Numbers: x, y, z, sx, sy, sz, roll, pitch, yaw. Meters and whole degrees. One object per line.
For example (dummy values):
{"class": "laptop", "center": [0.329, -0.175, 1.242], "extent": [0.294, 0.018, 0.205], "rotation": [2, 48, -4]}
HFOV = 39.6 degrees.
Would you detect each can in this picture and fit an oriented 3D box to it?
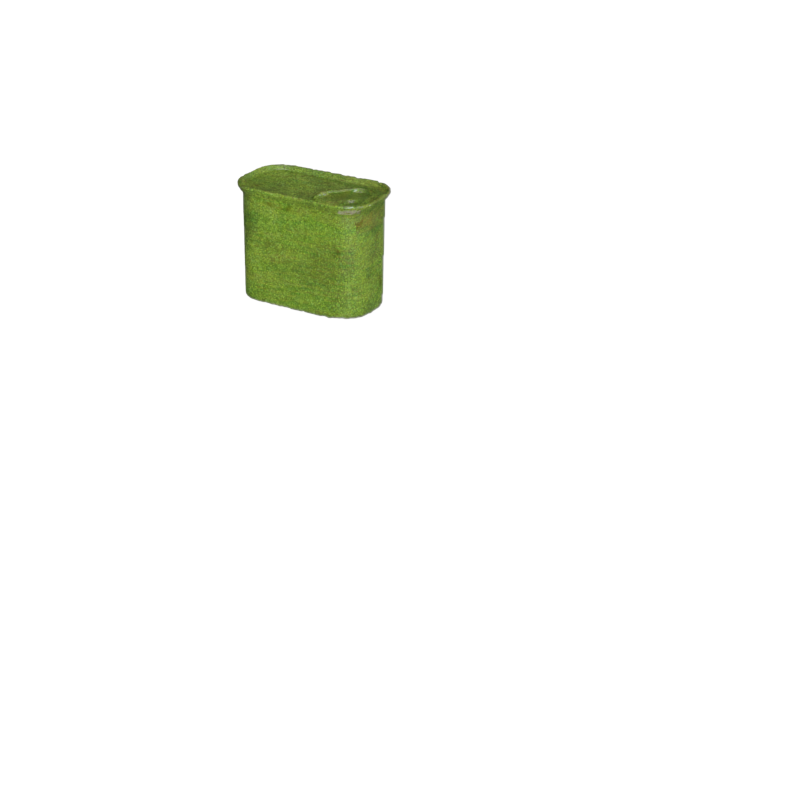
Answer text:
{"class": "can", "center": [-0.059, -0.108, 0.756], "extent": [0.106, 0.080, 0.058], "rotation": [15, 28, 26]}
